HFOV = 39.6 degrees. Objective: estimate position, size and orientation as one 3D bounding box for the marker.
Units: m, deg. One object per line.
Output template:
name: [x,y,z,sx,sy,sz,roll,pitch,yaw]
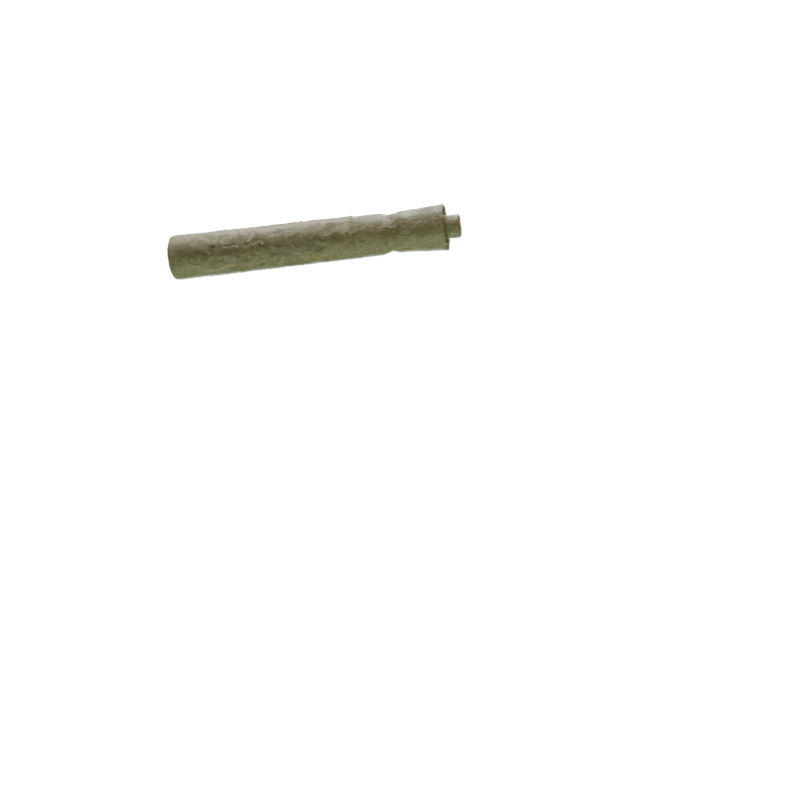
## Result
marker: [-0.036,-0.065,0.456,0.122,0.020,0.020,-5,3,12]
